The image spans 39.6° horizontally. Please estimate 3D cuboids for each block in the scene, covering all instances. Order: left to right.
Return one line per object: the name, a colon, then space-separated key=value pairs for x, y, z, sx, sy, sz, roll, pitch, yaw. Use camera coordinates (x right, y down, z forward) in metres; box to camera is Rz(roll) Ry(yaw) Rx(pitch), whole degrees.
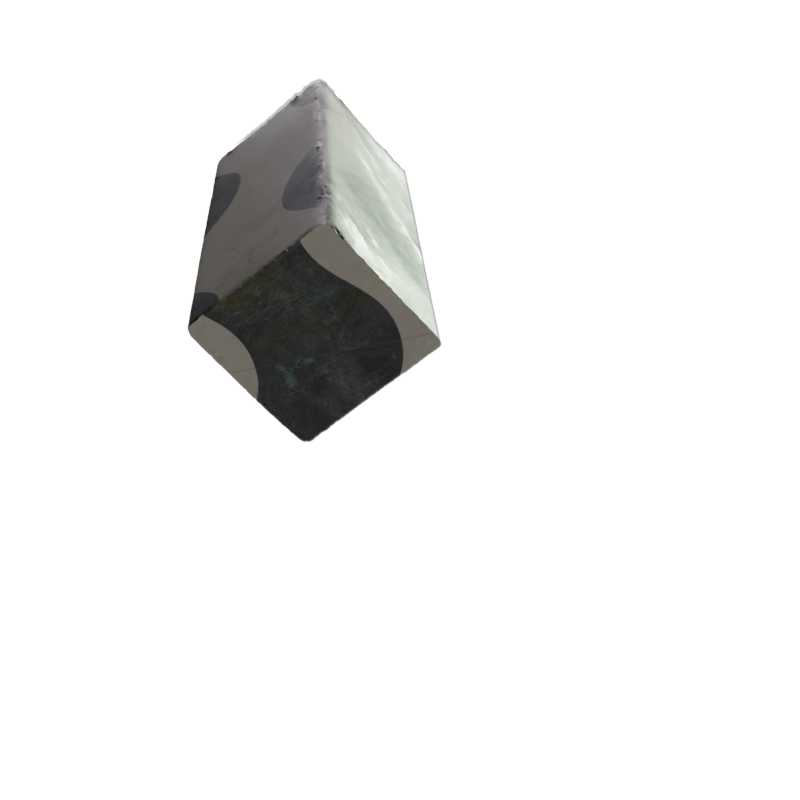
block: x=-0.049 y=-0.088 z=0.616 sx=0.090 sy=0.085 sz=0.219 roll=-36 pitch=27 yaw=18
